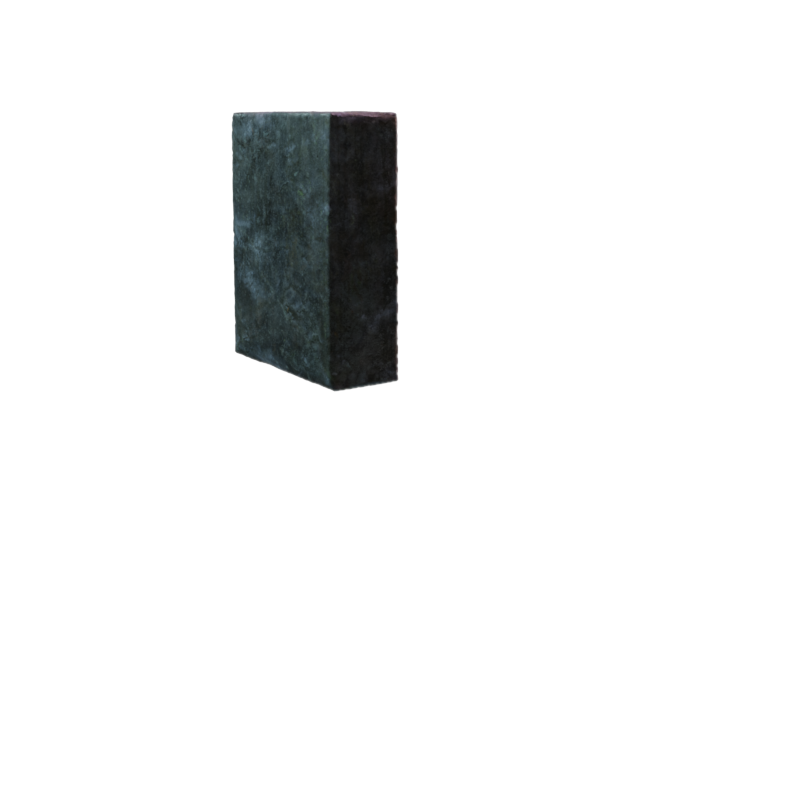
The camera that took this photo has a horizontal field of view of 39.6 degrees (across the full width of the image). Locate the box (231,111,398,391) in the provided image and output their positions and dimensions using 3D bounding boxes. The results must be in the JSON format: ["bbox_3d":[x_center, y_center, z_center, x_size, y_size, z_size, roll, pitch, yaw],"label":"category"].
[{"bbox_3d":[-0.072,-0.131,0.915,0.070,0.210,0.173,-5,11,-34],"label":"box"}]
